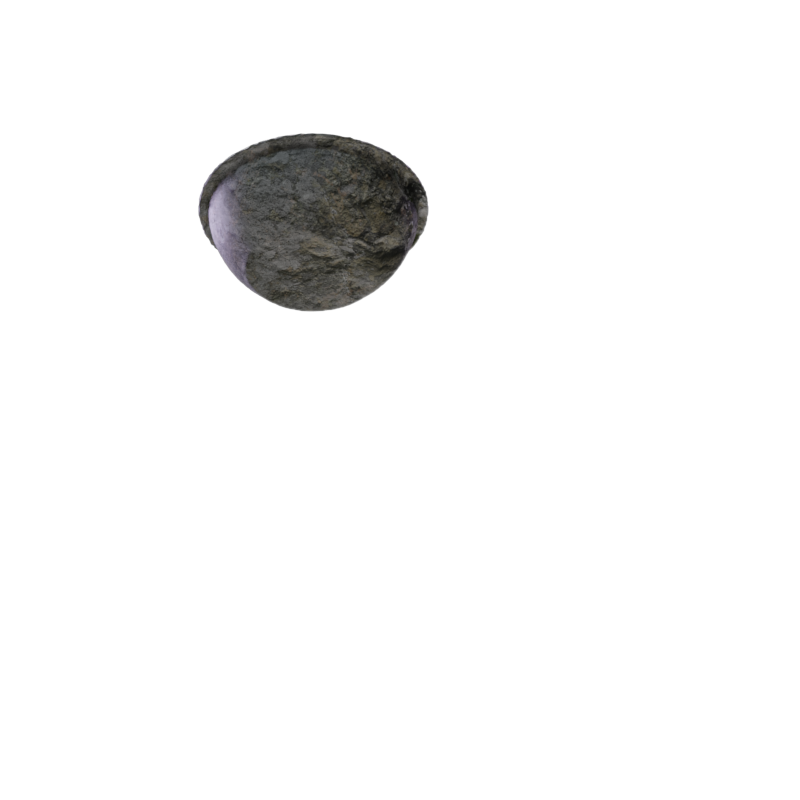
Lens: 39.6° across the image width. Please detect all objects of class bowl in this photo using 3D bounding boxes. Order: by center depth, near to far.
[{"bbox_3d":[-0.060,-0.109,0.763,0.162,0.059,0.151,1,-34,-2],"label":"bowl"}]
